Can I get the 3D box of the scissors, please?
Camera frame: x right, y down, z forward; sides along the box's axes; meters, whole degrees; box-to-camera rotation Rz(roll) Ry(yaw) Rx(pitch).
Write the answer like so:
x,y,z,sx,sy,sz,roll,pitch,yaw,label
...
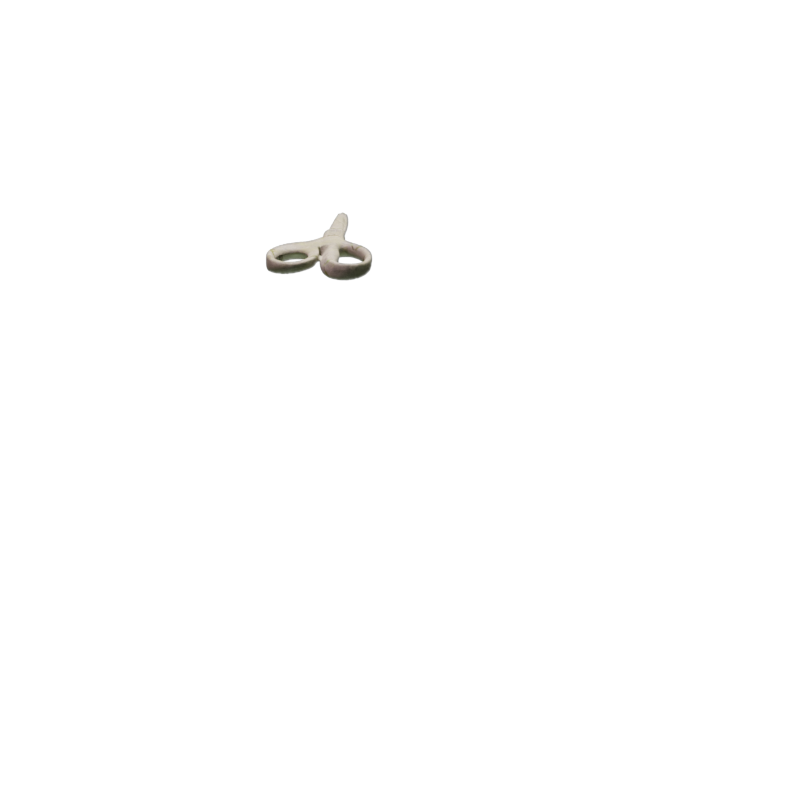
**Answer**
x,y,z,sx,sy,sz,roll,pitch,yaw,label
-0.076,-0.139,0.973,0.095,0.015,0.213,-4,22,-11,scissors
